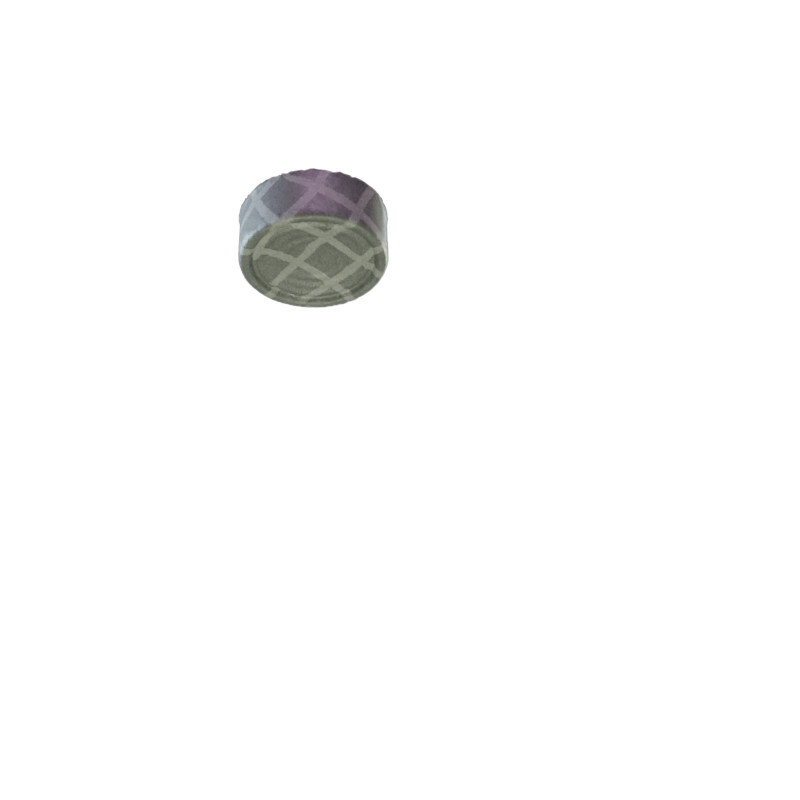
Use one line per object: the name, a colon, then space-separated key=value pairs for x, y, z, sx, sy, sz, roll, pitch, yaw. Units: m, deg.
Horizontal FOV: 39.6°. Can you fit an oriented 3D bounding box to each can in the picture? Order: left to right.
can: x=-0.049 y=-0.090 z=0.628 sx=0.086 sy=0.036 sz=0.080 roll=1 pitch=-35 yaw=-2
